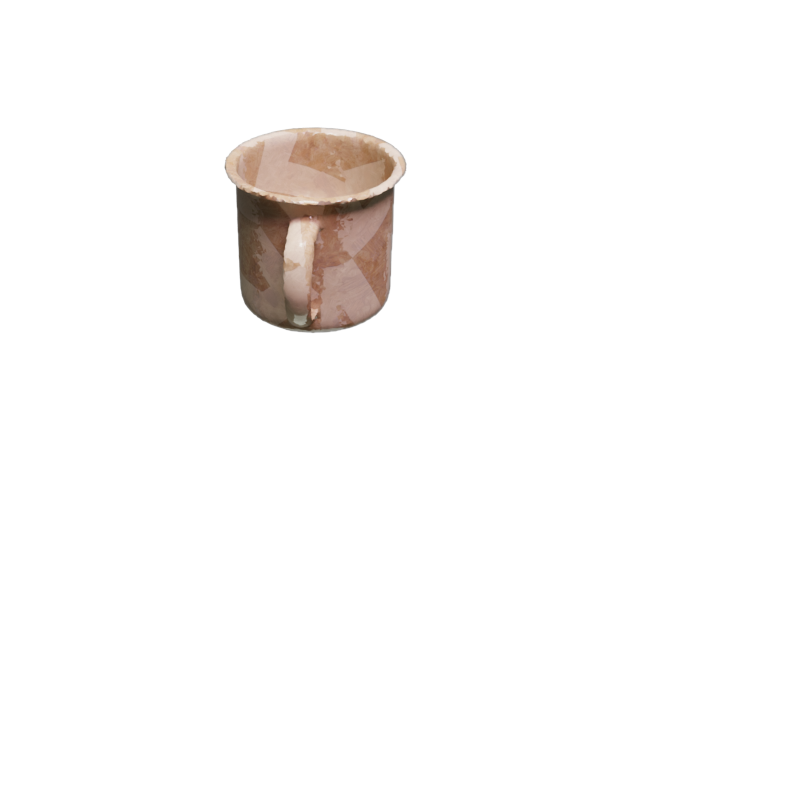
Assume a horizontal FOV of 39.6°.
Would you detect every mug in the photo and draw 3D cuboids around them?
[{"bbox_3d":[-0.045,-0.082,0.576,0.093,0.077,0.124,2,33,1],"label":"mug"}]
